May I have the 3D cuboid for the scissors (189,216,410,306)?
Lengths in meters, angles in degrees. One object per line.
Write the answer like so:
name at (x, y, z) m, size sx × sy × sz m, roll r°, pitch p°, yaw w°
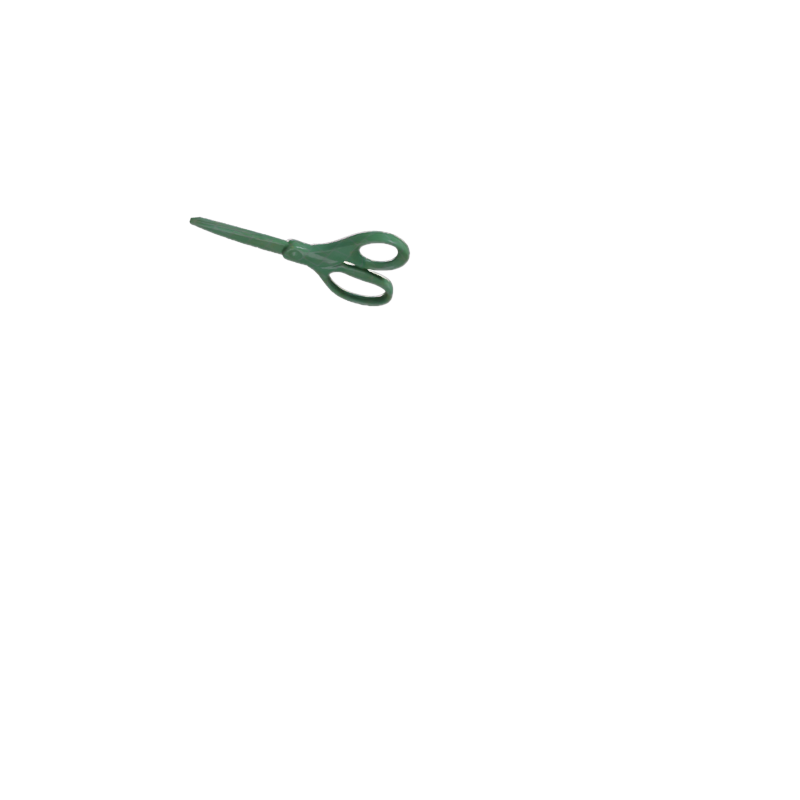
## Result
scissors at (-0.077, -0.140, 0.983) m, size 0.191 × 0.017 × 0.095 m, roll 27°, pitch -48°, yaw -28°
